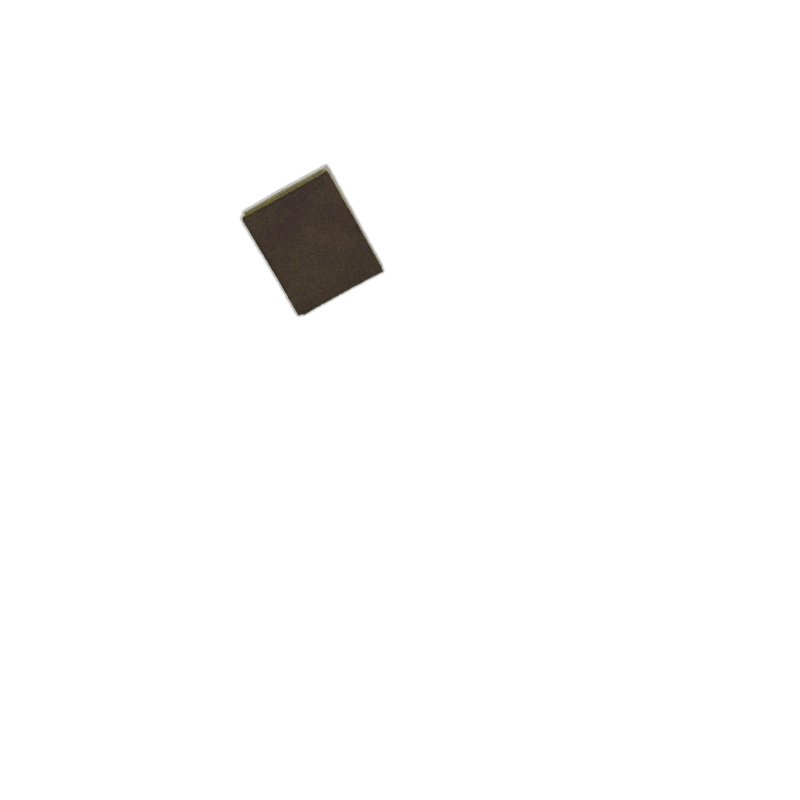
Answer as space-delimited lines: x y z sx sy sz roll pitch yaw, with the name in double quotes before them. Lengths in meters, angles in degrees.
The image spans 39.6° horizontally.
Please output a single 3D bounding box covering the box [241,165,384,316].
"box" -0.064 -0.117 0.822 0.073 0.087 0.031 -29 12 6
